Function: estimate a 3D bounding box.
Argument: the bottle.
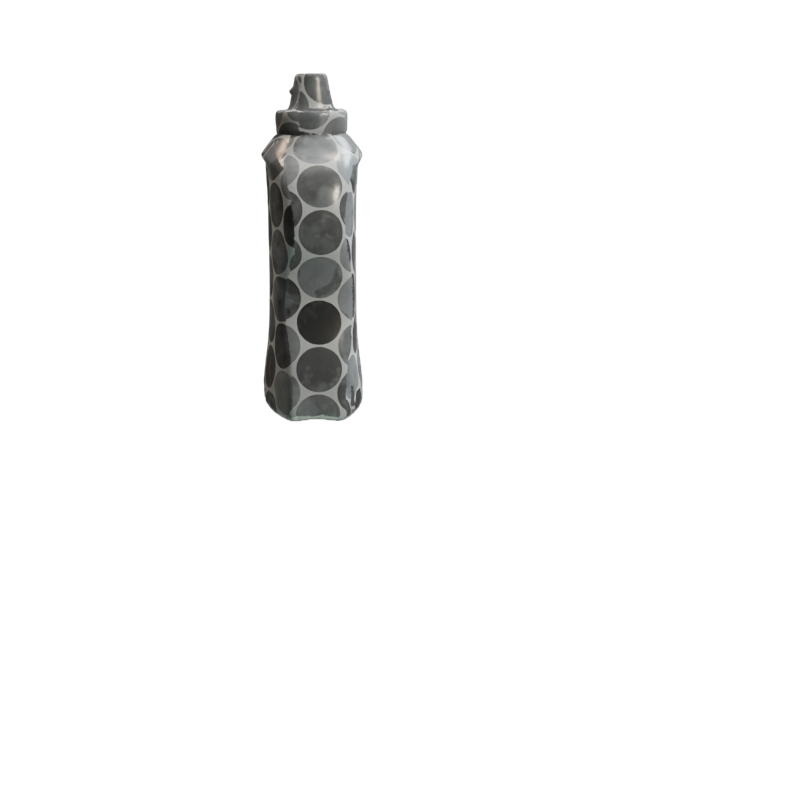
[{"bbox_3d":[-0.051,-0.091,0.639,0.058,0.188,0.098,0,10,-4],"label":"bottle"}]
